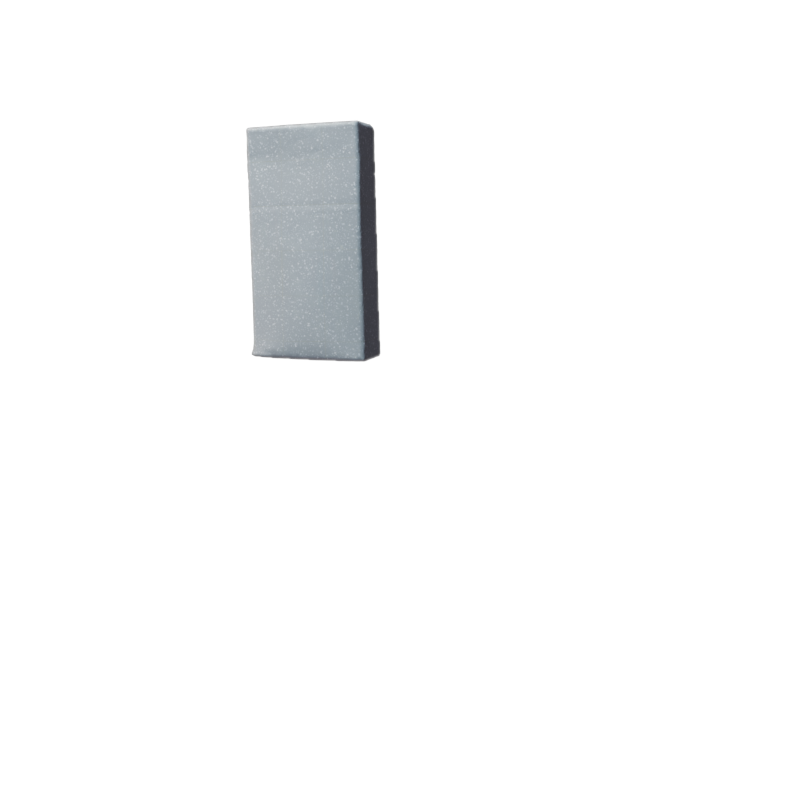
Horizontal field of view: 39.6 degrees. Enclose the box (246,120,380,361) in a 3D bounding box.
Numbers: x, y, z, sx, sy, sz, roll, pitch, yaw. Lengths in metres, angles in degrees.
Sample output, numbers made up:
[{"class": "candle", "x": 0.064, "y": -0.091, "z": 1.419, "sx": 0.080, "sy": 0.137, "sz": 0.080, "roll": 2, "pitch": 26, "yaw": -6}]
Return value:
[{"class": "box", "x": -0.065, "y": -0.120, "z": 0.838, "sx": 0.096, "sy": 0.177, "sz": 0.047, "roll": 0, "pitch": -1, "yaw": 21}]
